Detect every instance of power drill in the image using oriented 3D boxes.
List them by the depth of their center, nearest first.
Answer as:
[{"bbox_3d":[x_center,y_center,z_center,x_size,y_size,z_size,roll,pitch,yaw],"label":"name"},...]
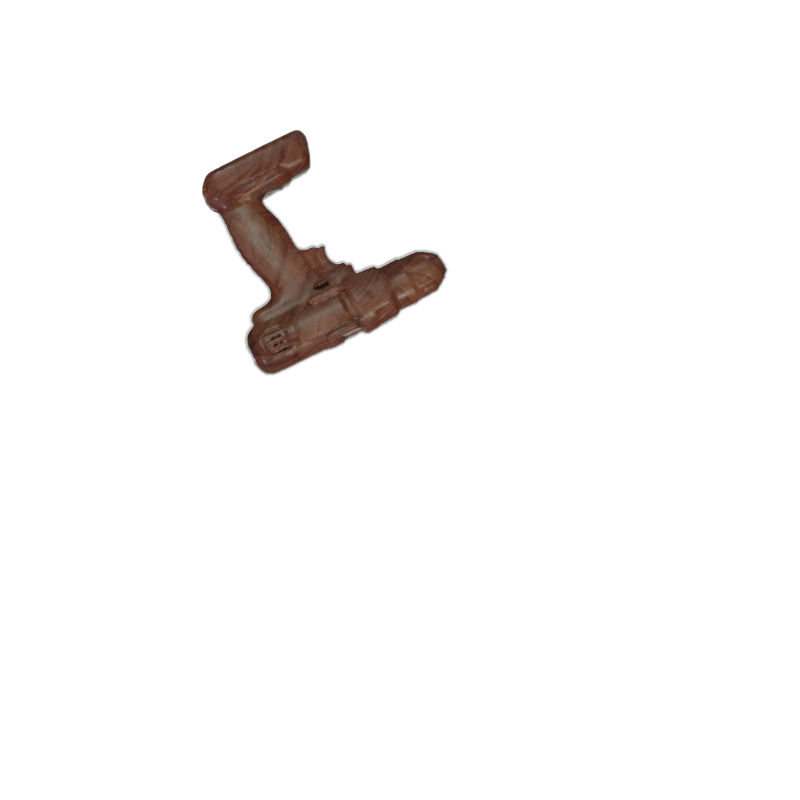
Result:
[{"bbox_3d":[-0.076,-0.138,0.970,0.184,0.195,0.055,-26,-13,-7],"label":"power drill"}]
